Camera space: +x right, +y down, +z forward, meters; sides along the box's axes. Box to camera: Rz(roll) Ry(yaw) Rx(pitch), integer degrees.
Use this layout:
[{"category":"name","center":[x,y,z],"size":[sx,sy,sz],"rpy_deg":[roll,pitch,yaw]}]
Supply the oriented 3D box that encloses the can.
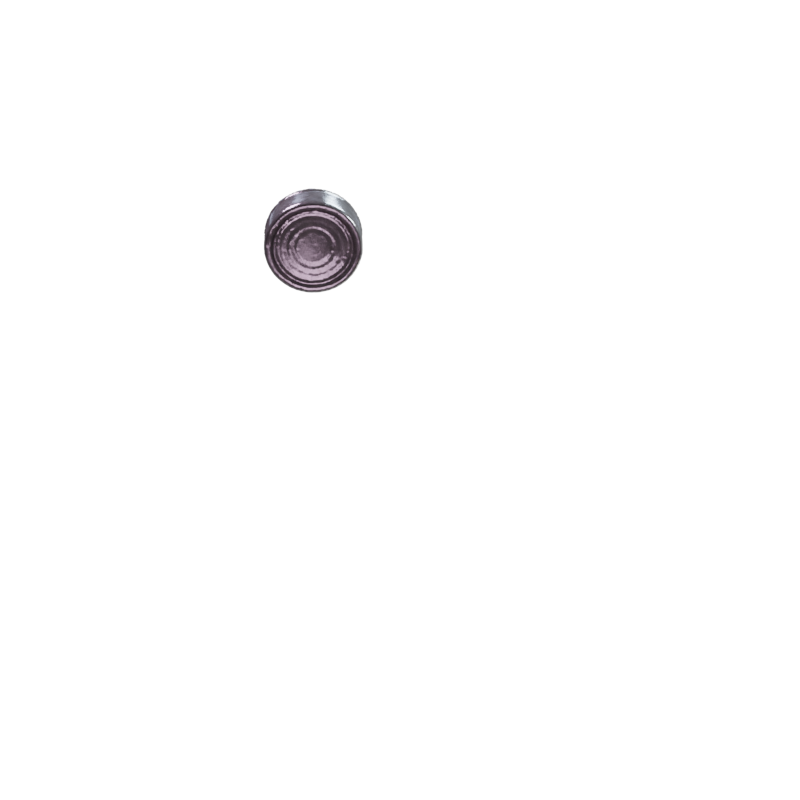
[{"category":"can","center":[-0.075,-0.137,0.956],"size":[0.086,0.081,0.035],"rpy_deg":[1,25,-1]}]
